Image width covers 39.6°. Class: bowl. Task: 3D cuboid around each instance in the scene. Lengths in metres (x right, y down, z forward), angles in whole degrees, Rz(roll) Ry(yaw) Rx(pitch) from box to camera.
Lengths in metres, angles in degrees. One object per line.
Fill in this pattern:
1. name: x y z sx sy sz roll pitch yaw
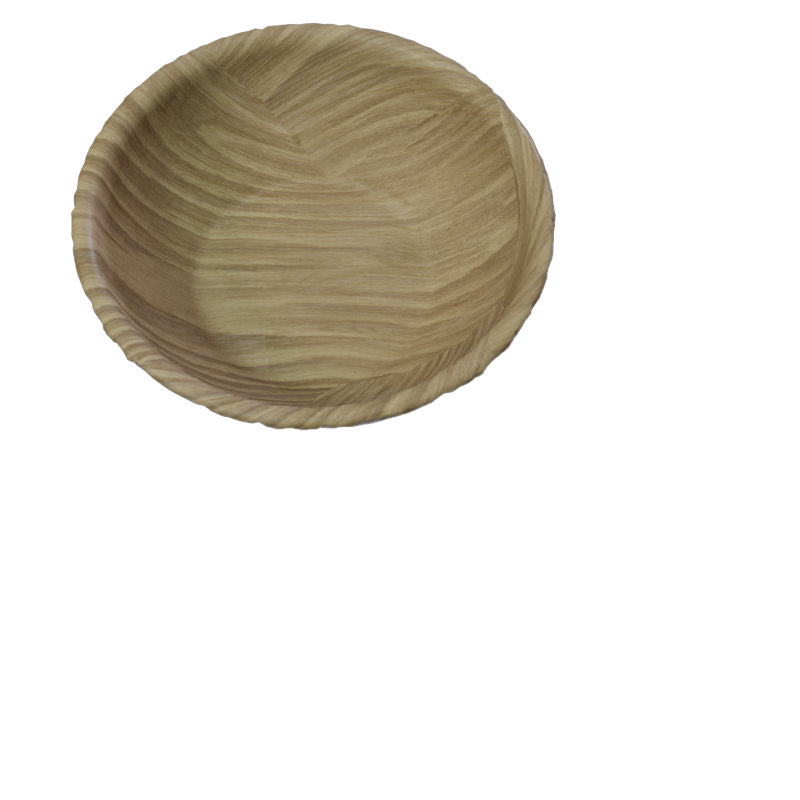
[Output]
1. bowl: -0.031 -0.056 0.393 0.162 0.172 0.052 -1 -29 -1
